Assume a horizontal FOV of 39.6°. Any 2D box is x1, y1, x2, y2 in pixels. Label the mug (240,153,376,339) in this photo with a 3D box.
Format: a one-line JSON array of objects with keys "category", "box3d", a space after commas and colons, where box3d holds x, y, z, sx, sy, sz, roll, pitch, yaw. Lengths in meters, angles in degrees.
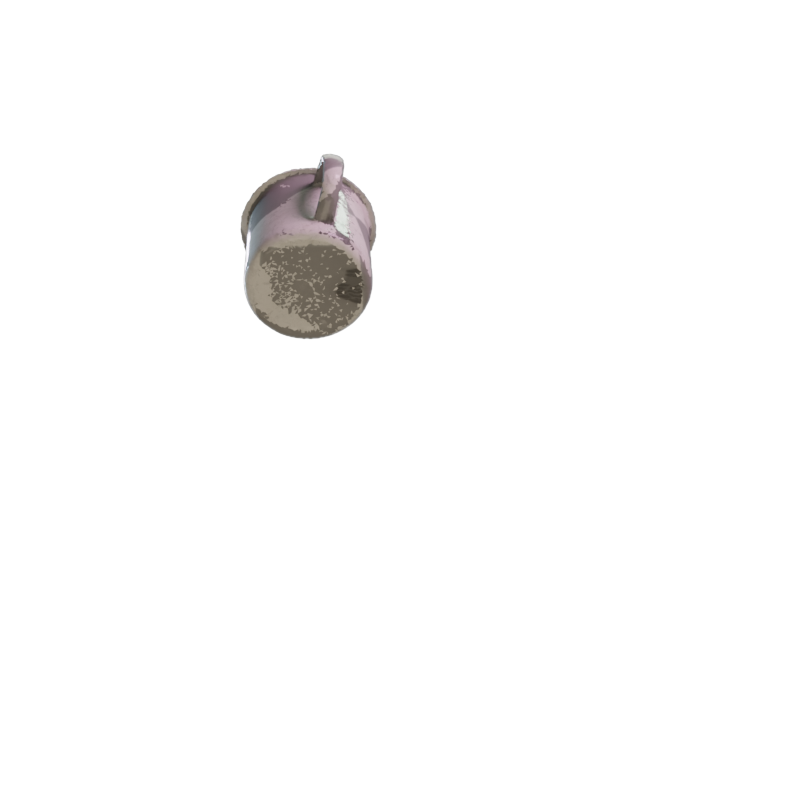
[{"category": "mug", "box3d": [-0.056, -0.103, 0.720, 0.092, 0.112, 0.087, 15, 30, -11]}]
